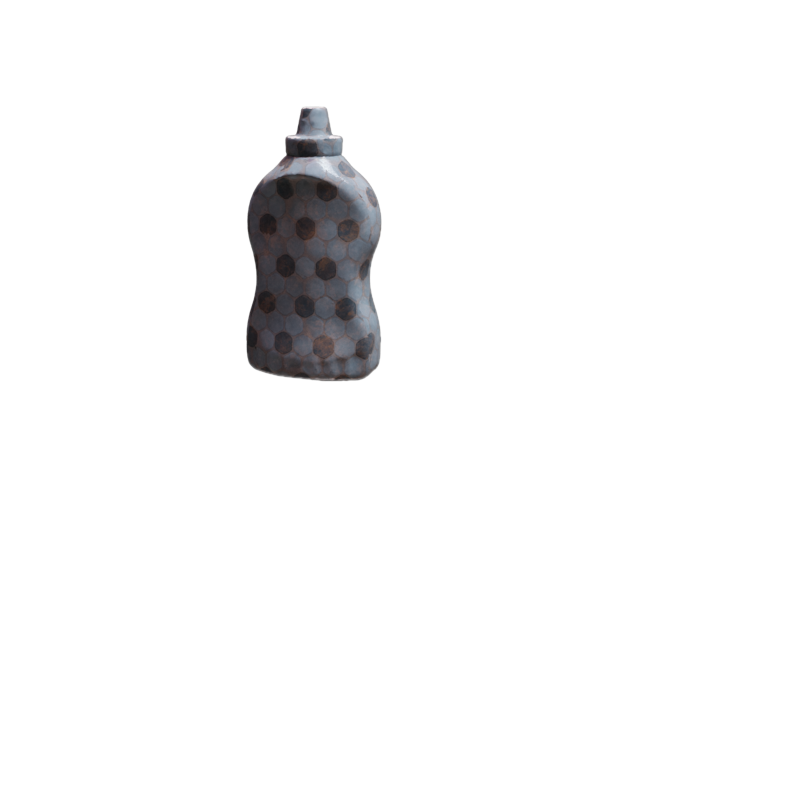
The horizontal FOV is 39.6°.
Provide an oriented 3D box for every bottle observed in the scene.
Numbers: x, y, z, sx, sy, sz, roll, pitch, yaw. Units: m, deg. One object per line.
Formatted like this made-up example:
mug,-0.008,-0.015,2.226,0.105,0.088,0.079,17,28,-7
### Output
bottle,-0.062,-0.114,0.795,0.099,0.187,0.058,5,11,20
